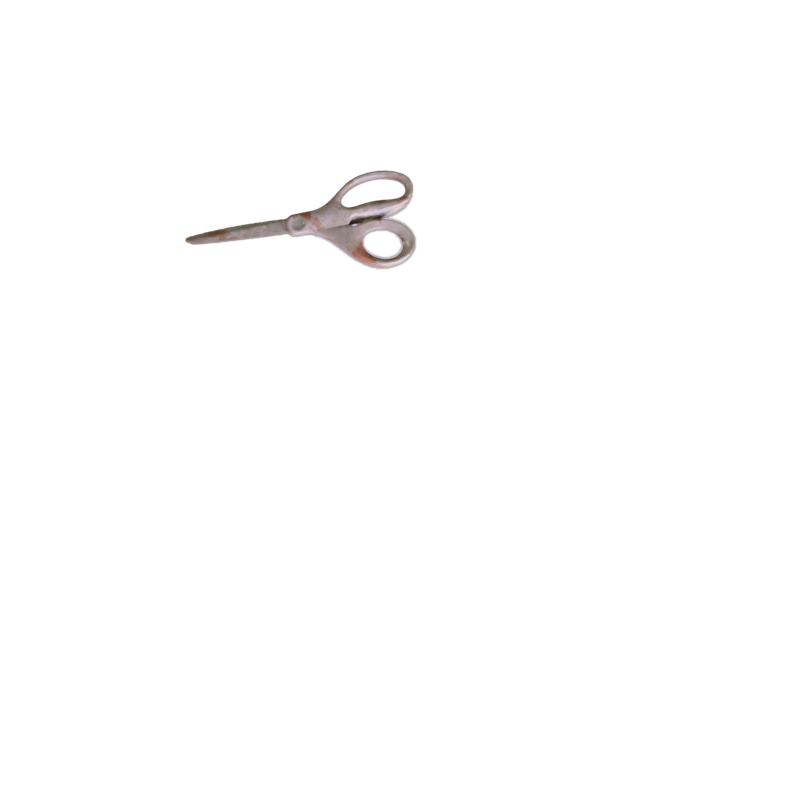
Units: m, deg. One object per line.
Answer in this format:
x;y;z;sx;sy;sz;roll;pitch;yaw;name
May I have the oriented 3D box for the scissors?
-0.075;-0.137;0.958;0.201;0.101;0.015;-24;-17;-8;scissors
